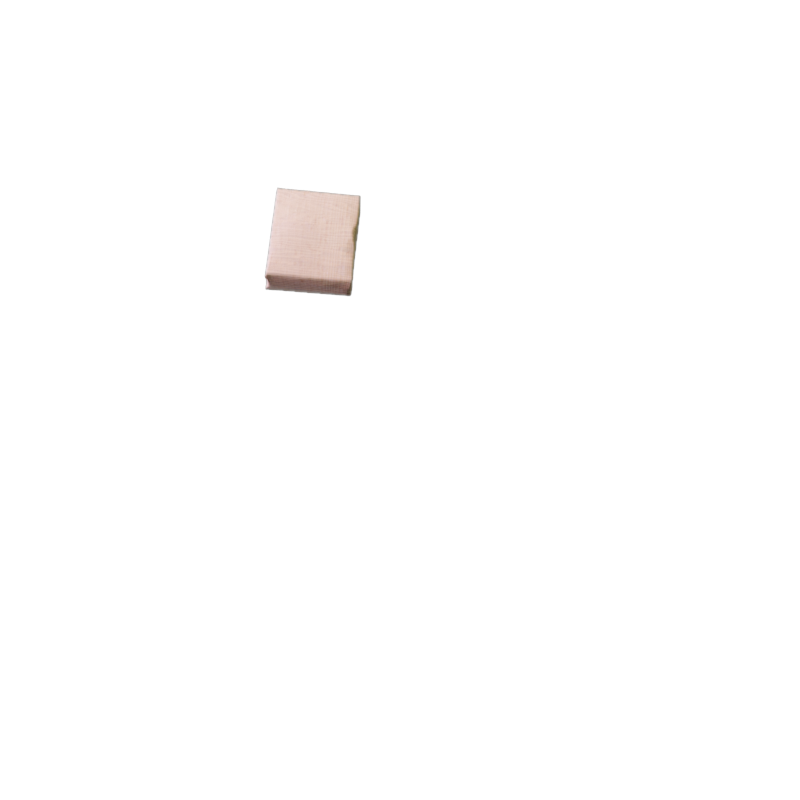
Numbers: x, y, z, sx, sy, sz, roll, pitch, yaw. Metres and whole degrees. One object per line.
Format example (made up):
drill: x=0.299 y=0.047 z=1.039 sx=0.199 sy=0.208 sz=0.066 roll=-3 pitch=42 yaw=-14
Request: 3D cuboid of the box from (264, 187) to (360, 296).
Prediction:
box: x=-0.073 y=-0.133 z=0.935 sx=0.073 sy=0.095 sz=0.028 roll=5 pitch=-29 yaw=2
